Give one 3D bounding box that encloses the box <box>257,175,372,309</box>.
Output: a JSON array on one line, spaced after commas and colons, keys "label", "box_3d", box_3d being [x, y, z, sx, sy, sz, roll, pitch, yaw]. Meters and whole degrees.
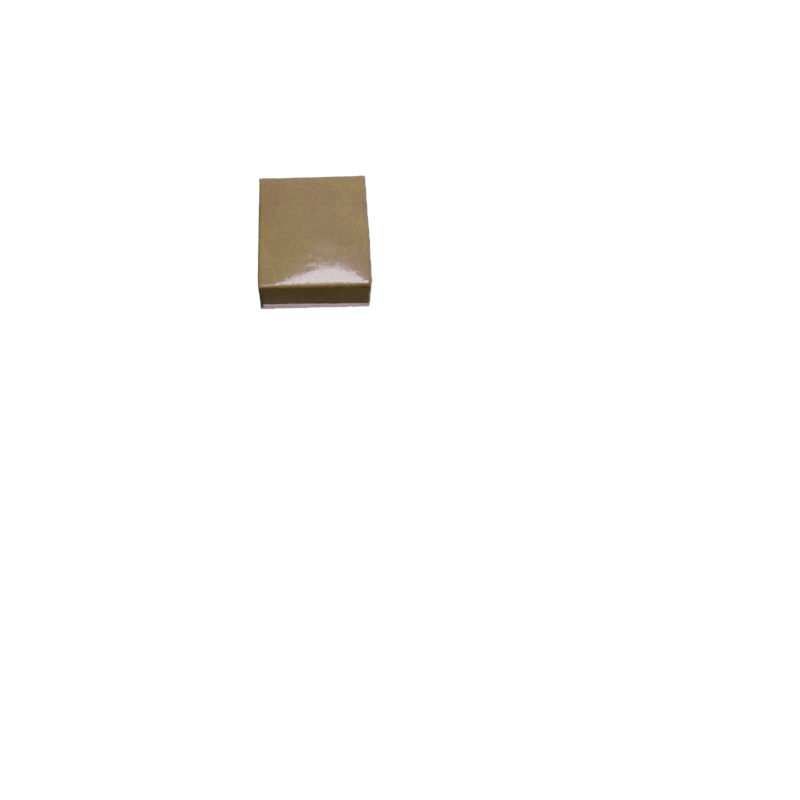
[{"label": "box", "box_3d": [-0.071, -0.129, 0.906, 0.090, 0.122, 0.036, -2, -34, -2]}]
